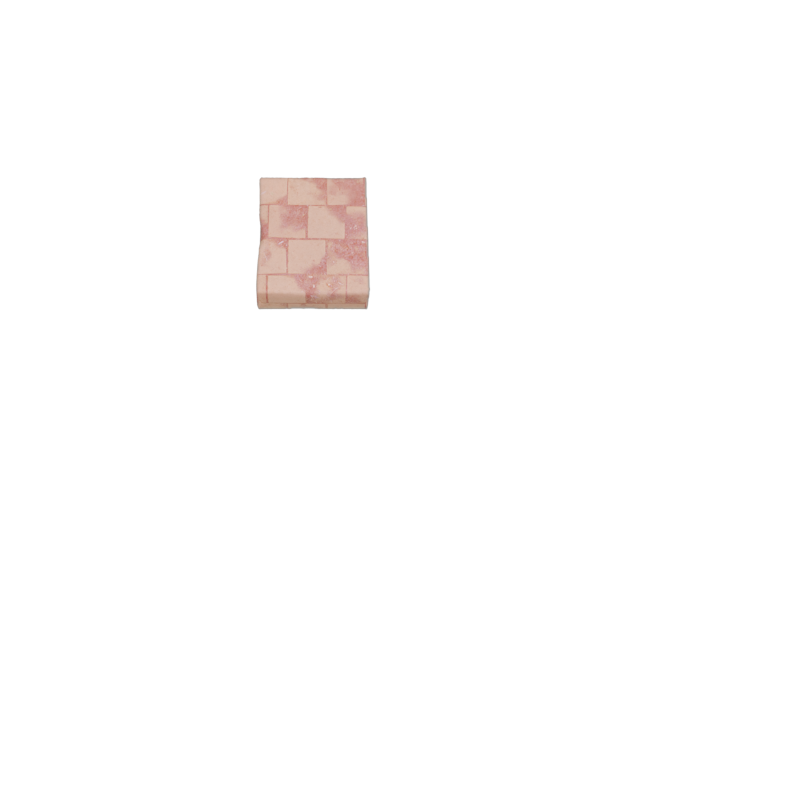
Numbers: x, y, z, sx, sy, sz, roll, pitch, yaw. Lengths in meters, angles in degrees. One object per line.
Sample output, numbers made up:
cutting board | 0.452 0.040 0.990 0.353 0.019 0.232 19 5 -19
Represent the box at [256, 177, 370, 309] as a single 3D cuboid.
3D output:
box | -0.058 -0.105 0.735 0.073 0.094 0.028 0 -26 -1
